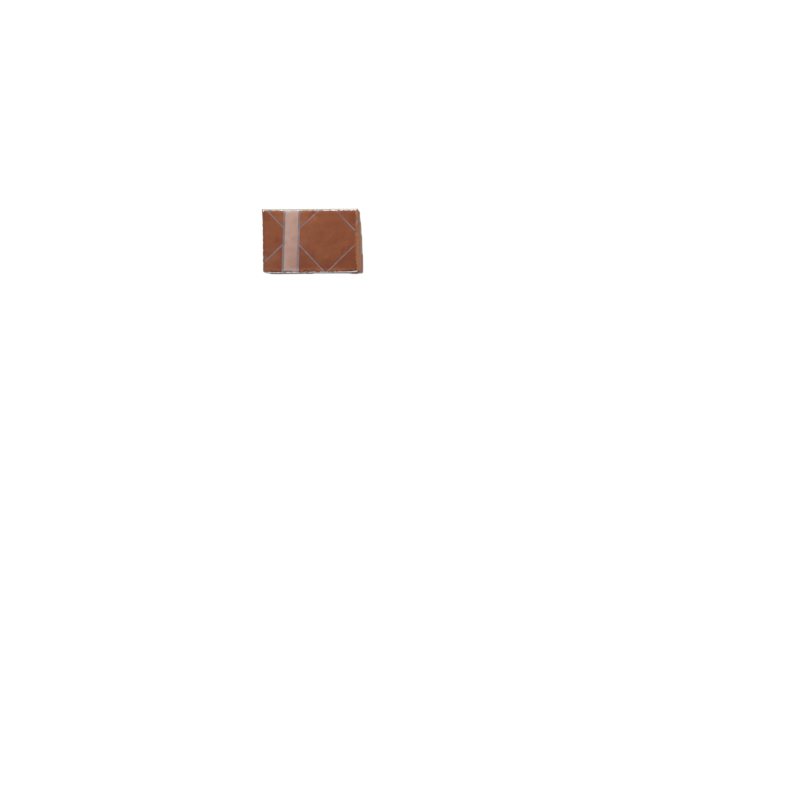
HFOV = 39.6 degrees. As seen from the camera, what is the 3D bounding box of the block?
[{"bbox_3d":[-0.070,-0.127,0.892,0.078,0.051,0.052,0,1,4],"label":"block"}]
